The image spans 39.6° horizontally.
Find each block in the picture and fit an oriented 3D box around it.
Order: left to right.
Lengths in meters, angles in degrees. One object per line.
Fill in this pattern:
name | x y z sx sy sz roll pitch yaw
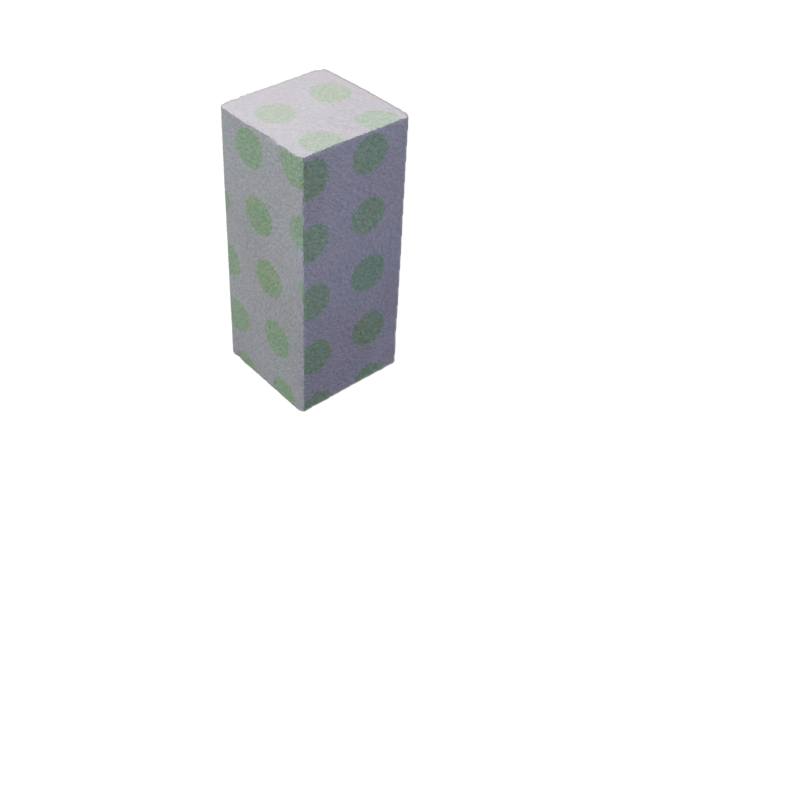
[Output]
block | -0.060 -0.110 0.767 0.090 0.193 0.097 -27 47 -32
